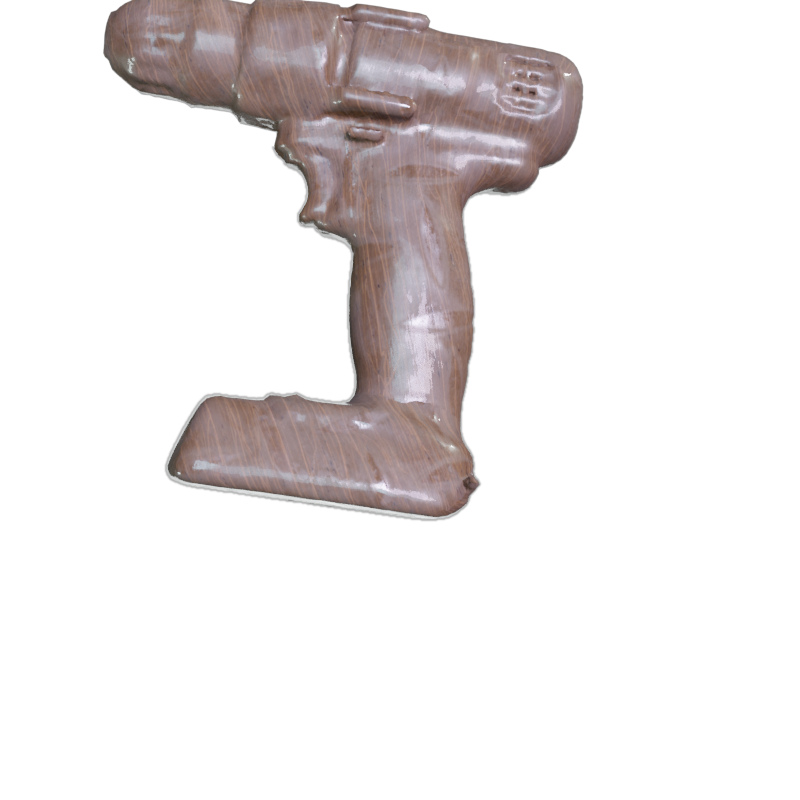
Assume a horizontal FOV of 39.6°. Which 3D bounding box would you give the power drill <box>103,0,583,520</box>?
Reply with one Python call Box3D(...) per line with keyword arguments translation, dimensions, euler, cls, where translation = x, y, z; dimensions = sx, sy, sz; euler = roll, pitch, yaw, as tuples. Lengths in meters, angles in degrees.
Box3D(translation=(-0.032, -0.058, 0.408), dimensions=(0.185, 0.193, 0.056), euler=(9, -13, 2), cls="power drill")
